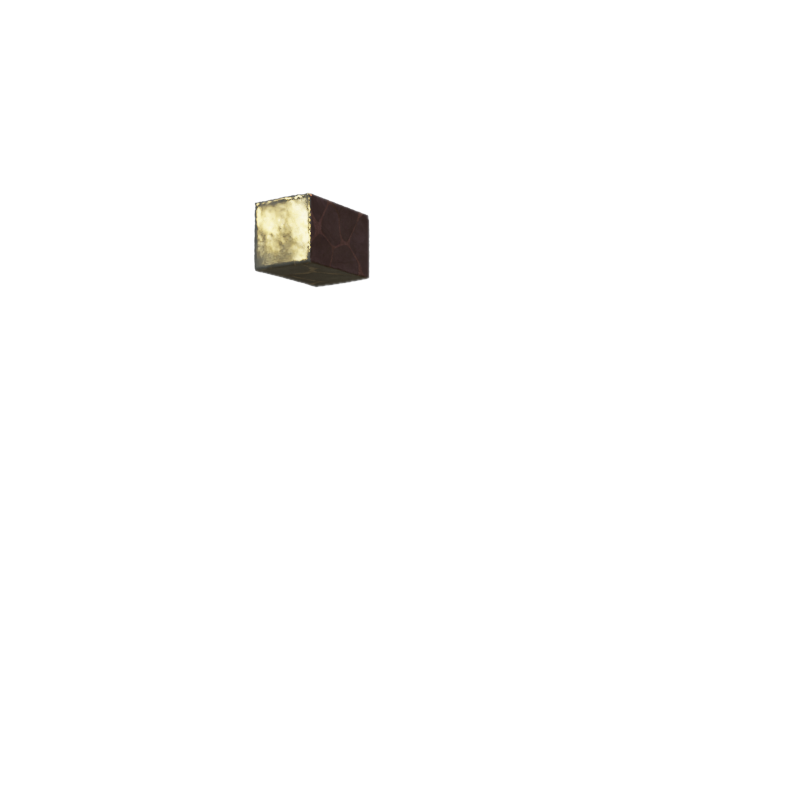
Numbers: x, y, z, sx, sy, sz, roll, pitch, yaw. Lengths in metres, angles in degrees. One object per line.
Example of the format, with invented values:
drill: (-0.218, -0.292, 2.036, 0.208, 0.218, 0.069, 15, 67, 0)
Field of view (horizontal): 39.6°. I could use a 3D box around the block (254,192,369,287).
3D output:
block: (-0.064, -0.117, 0.819, 0.054, 0.053, 0.074, -6, -10, 32)
